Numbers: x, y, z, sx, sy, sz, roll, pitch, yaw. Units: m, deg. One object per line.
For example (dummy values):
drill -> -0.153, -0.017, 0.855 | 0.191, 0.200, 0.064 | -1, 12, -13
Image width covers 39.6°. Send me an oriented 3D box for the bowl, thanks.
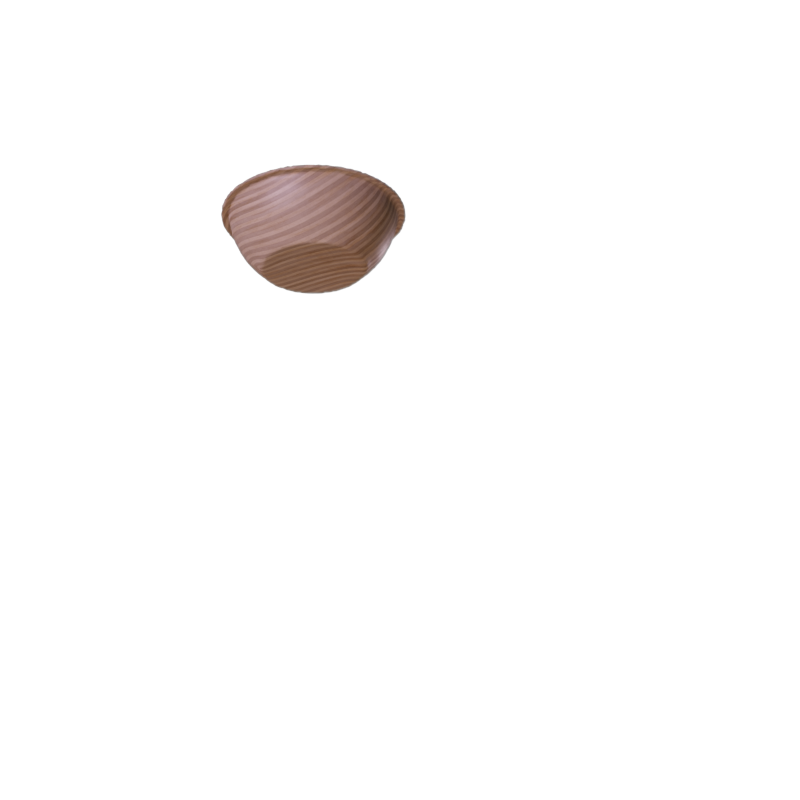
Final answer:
bowl -> -0.075, -0.137, 0.960 | 0.162, 0.058, 0.153 | 1, -25, -2
